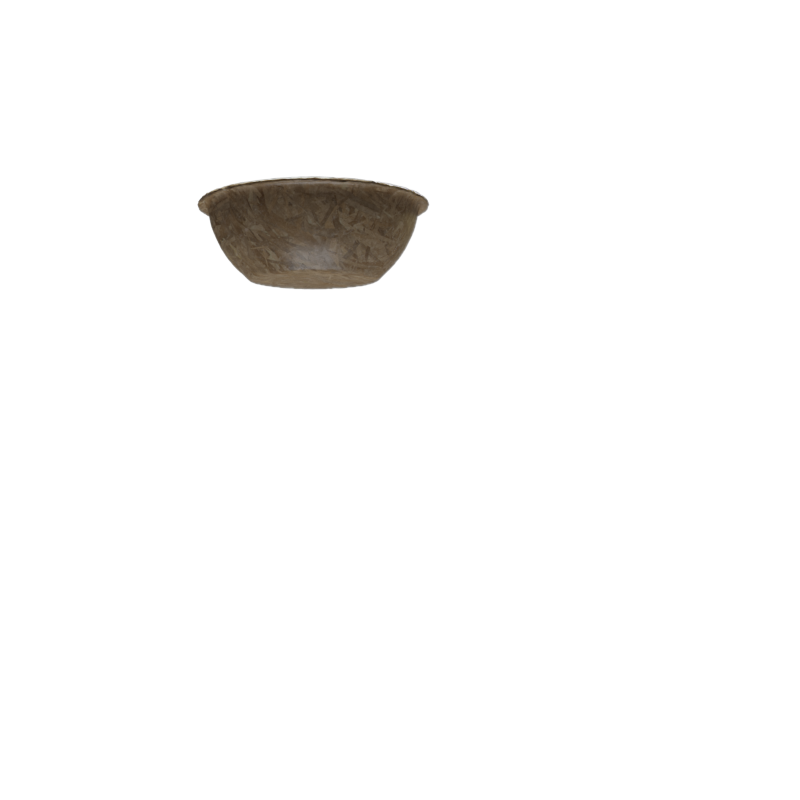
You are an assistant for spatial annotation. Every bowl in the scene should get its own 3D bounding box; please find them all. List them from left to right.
[{"bbox_3d":[-0.060,-0.110,0.773,0.162,0.056,0.160,0,-3,-2],"label":"bowl"}]
